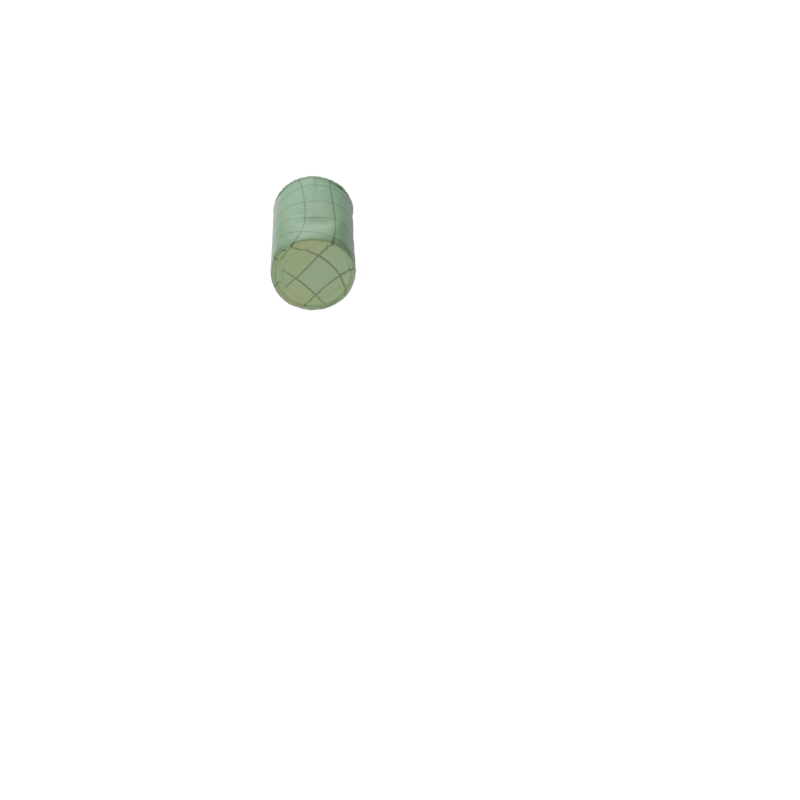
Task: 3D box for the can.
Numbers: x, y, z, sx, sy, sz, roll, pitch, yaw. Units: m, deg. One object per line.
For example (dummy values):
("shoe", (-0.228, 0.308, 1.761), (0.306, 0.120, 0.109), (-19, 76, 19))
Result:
("can", (-0.070, -0.128, 0.898), (0.068, 0.064, 0.109), (-1, 36, -3))
